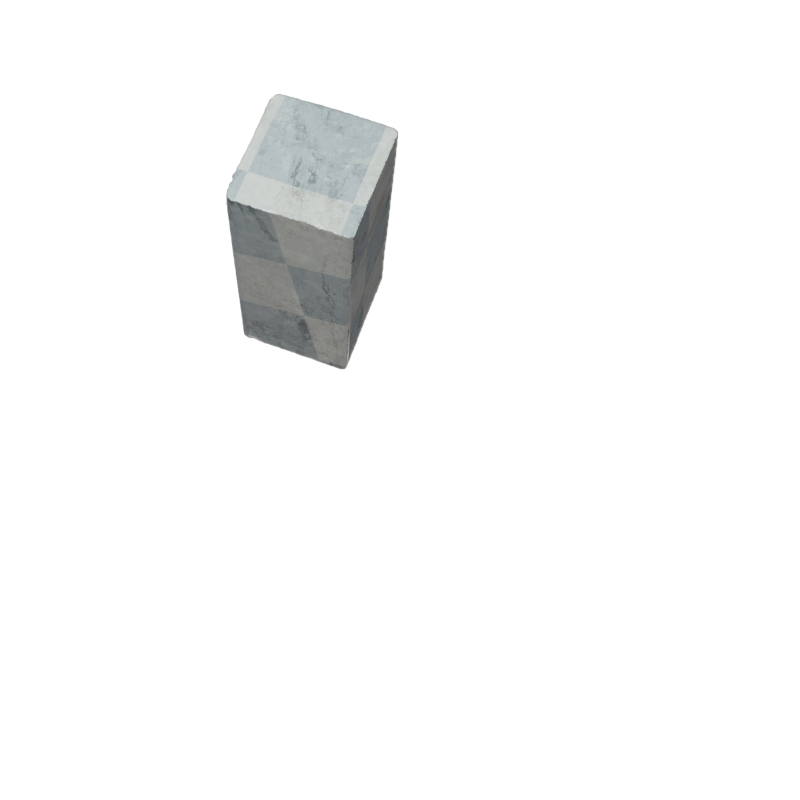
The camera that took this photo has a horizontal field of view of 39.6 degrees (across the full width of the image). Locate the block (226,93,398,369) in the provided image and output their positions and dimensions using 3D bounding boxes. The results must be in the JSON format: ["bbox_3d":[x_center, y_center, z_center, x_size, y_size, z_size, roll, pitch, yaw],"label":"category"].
[{"bbox_3d":[-0.063,-0.114,0.797,0.091,0.094,0.195,19,-23,5],"label":"block"}]
